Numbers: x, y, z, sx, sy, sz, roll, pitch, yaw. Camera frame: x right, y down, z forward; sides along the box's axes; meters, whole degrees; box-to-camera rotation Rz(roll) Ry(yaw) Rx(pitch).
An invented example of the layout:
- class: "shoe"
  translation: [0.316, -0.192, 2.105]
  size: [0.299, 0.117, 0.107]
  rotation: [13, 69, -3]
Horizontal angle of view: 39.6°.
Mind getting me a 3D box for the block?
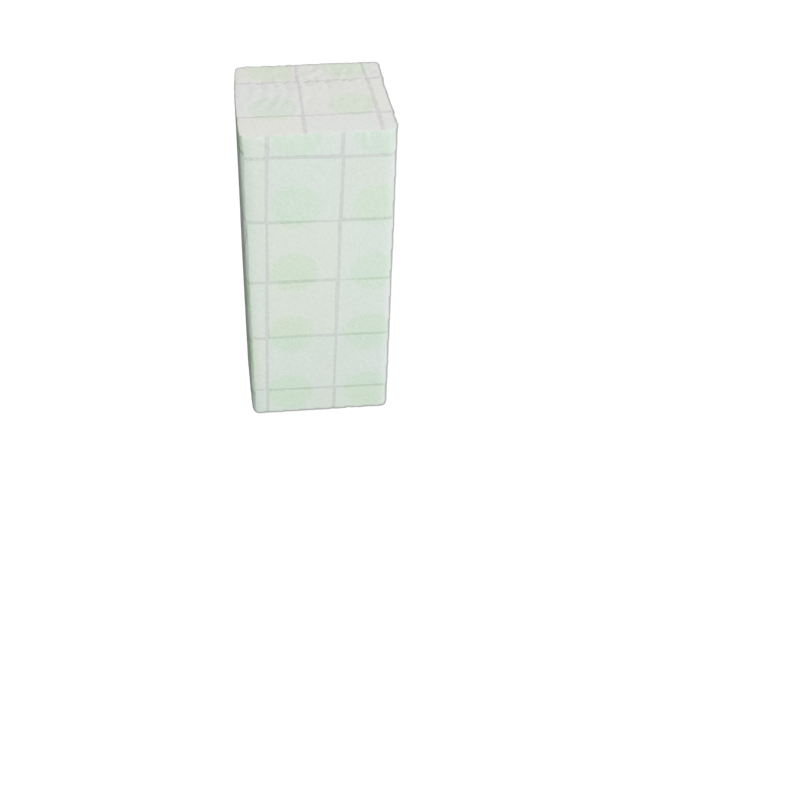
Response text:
- class: "block"
  translation: [-0.055, -0.099, 0.699]
  size: [0.090, 0.193, 0.097]
  rotation: [-3, 38, -7]
